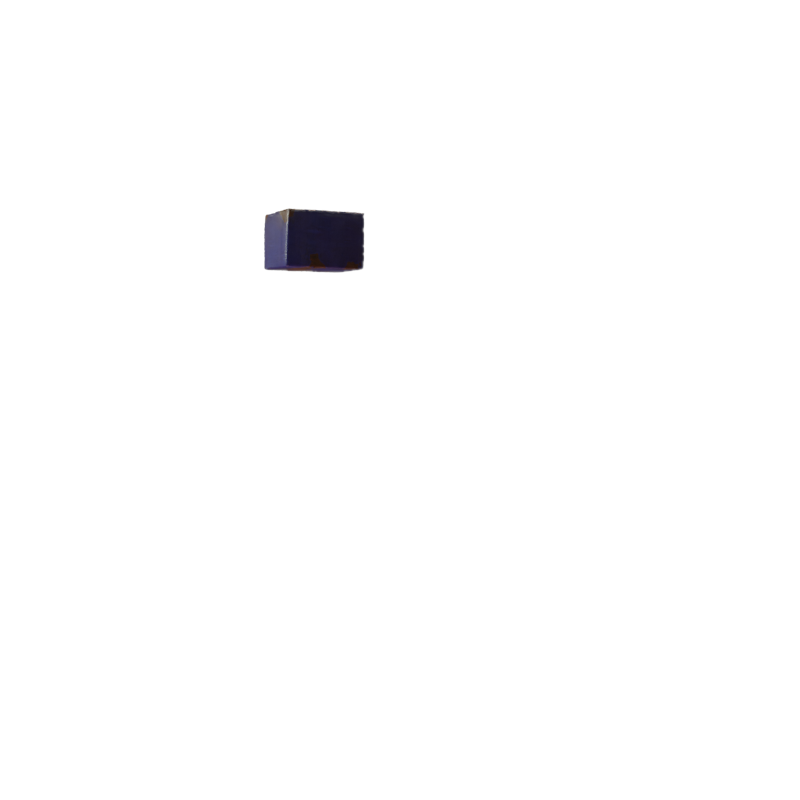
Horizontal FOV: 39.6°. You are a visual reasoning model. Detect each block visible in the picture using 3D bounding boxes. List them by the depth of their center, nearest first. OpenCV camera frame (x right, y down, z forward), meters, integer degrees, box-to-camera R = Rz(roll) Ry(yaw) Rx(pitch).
[{"bbox_3d":[-0.078,-0.142,0.997,0.075,0.052,0.054,0,-1,-28],"label":"block"}]
